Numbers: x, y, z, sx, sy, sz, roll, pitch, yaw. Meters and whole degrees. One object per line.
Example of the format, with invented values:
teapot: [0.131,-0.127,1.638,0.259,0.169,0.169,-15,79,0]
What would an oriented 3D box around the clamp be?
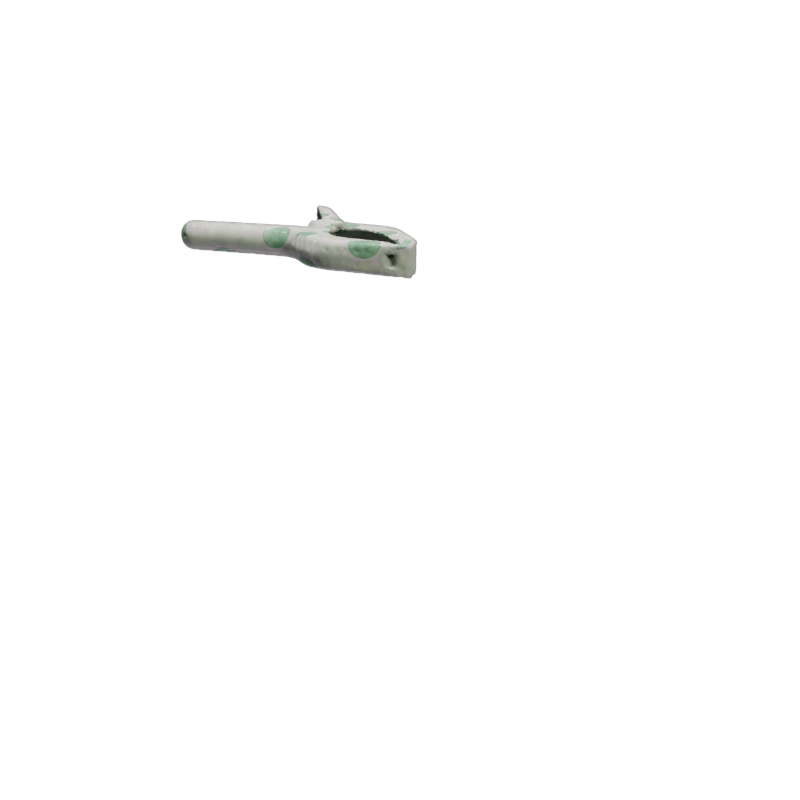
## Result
clamp: [-0.072,-0.132,0.923,0.160,0.035,0.223,-13,22,-34]
